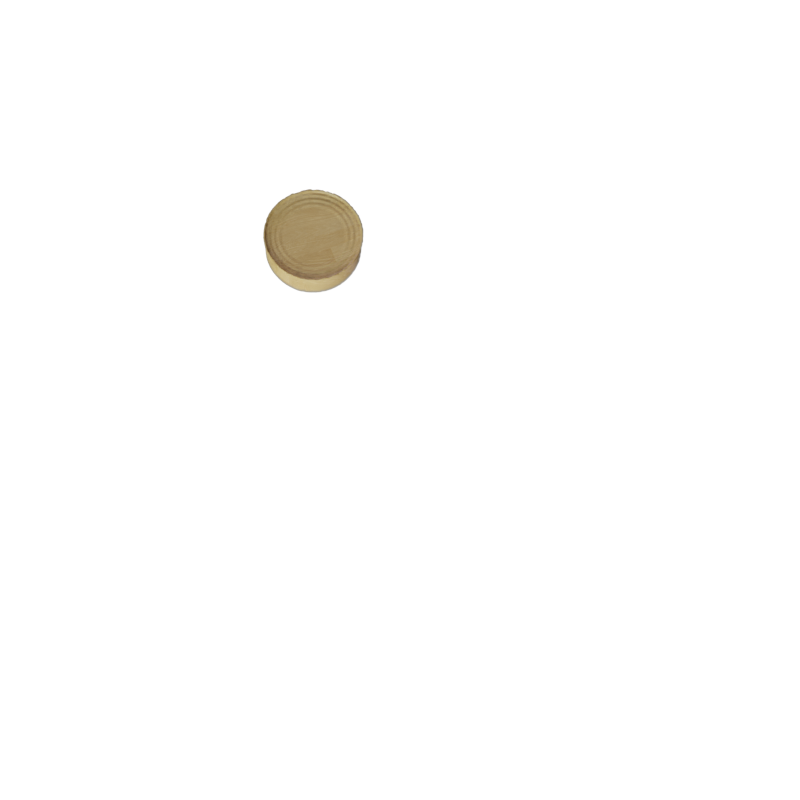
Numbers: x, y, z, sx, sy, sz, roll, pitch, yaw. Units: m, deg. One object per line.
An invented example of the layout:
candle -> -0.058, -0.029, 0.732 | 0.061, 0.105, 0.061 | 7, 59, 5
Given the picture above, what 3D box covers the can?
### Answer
can -> -0.075, -0.138, 0.964 | 0.086, 0.090, 0.032 | -1, -22, -1
